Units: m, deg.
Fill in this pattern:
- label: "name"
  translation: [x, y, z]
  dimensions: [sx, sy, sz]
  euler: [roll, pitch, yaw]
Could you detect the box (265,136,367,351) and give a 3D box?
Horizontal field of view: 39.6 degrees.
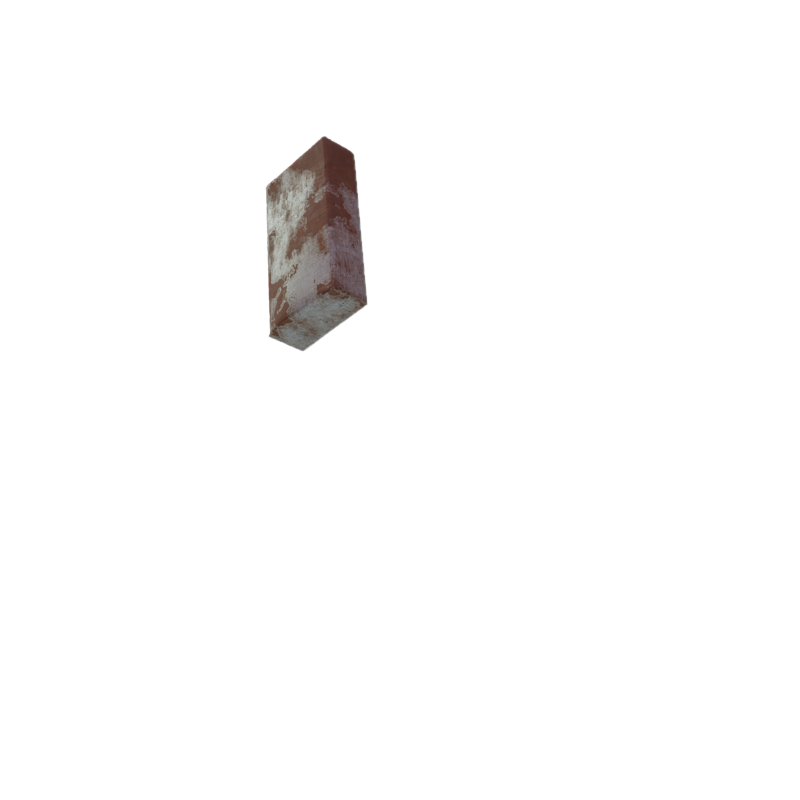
- label: "box"
  translation: [-0.078, -0.143, 1.000]
  dimensions: [0.045, 0.189, 0.092]
  euler: [26, -45, -34]
